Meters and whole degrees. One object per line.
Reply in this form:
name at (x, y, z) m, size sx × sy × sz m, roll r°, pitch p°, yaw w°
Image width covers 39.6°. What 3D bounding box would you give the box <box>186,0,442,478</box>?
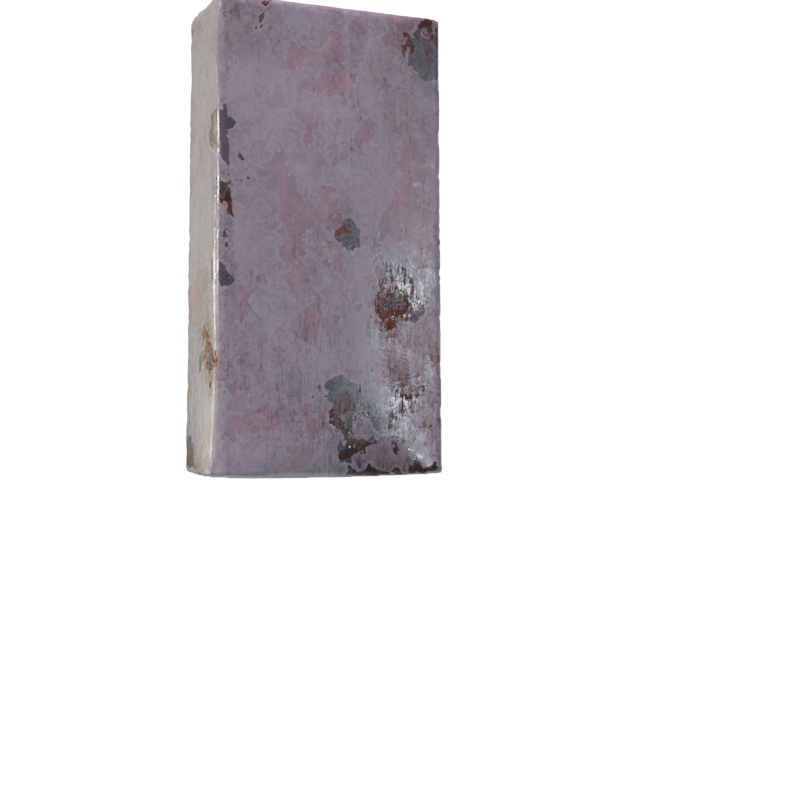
box at (-0.033, -0.061, 0.427) m, size 0.090 × 0.179 × 0.049 m, roll 2°, pitch -7°, yaw -23°
